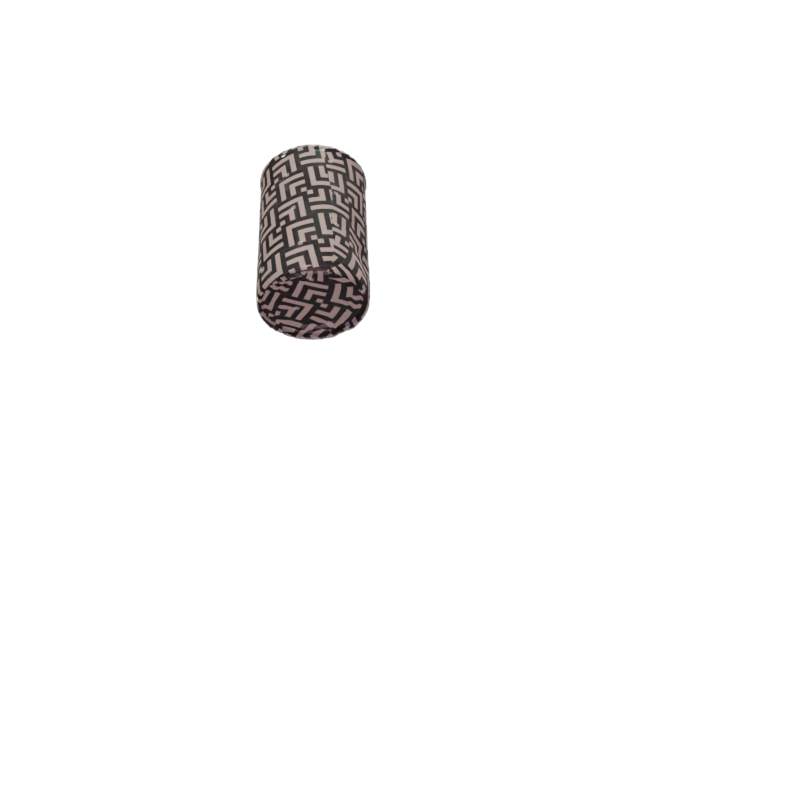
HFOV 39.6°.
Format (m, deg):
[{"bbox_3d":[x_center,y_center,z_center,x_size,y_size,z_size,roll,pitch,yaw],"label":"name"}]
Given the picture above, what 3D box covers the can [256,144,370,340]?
[{"bbox_3d":[-0.053,-0.096,0.673,0.068,0.110,0.064,-1,-39,-3],"label":"can"}]
